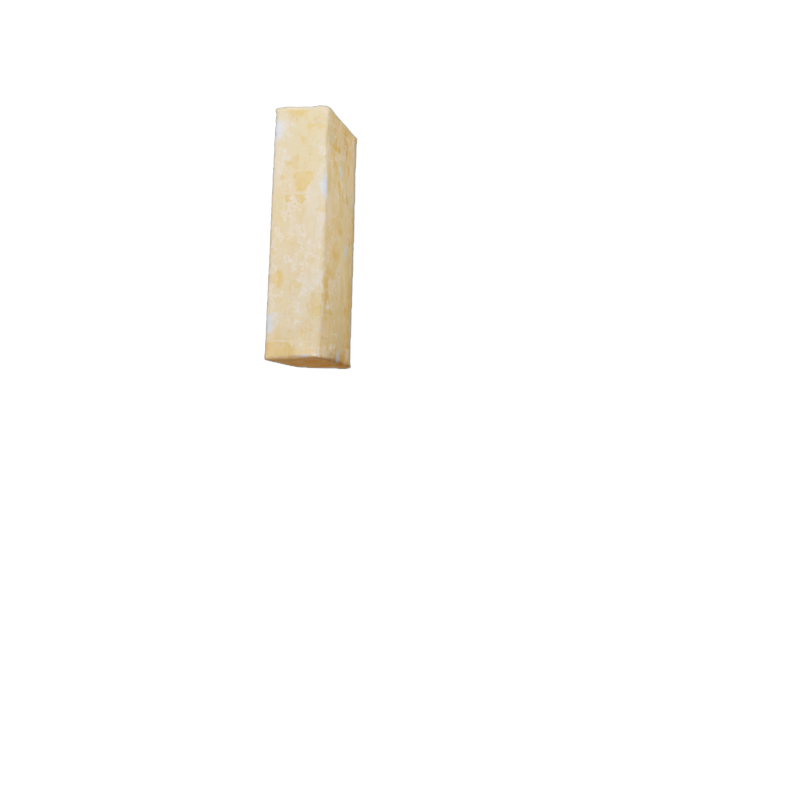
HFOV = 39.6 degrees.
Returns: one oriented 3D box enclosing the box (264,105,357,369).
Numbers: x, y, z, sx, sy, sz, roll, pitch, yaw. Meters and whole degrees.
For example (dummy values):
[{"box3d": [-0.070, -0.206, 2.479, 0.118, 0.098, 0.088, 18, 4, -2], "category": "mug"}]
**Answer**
[{"box3d": [-0.062, -0.113, 0.793, 0.049, 0.181, 0.090, -3, -9, 12], "category": "box"}]
